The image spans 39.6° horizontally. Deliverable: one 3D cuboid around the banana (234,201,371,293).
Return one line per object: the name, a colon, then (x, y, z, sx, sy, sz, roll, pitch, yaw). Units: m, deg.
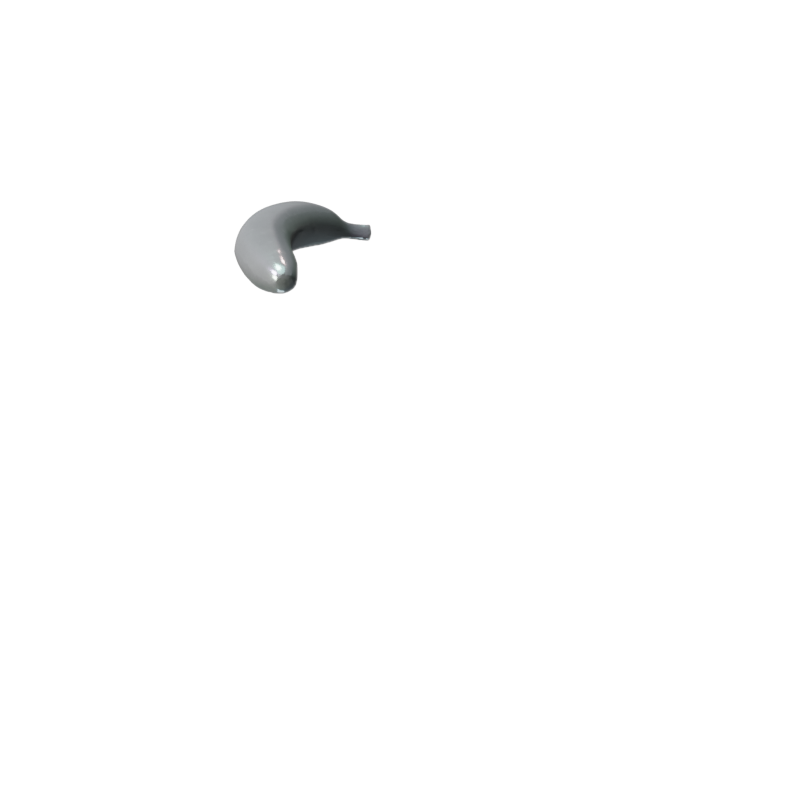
banana: (-0.076, -0.110, 0.758, 0.071, 0.035, 0.201, 5, 20, 13)
